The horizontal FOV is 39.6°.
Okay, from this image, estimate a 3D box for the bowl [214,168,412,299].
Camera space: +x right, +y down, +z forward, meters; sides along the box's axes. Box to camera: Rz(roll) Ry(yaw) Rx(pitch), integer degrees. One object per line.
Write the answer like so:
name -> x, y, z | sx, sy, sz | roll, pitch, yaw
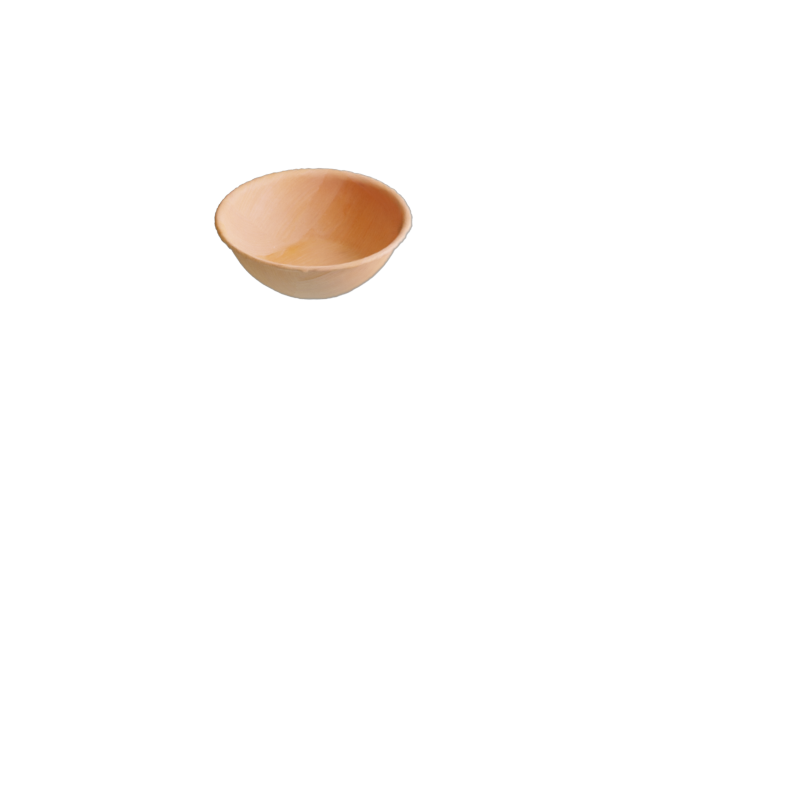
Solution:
bowl -> -0.072, -0.131, 0.917 | 0.162, 0.051, 0.173 | -1, 38, -2
